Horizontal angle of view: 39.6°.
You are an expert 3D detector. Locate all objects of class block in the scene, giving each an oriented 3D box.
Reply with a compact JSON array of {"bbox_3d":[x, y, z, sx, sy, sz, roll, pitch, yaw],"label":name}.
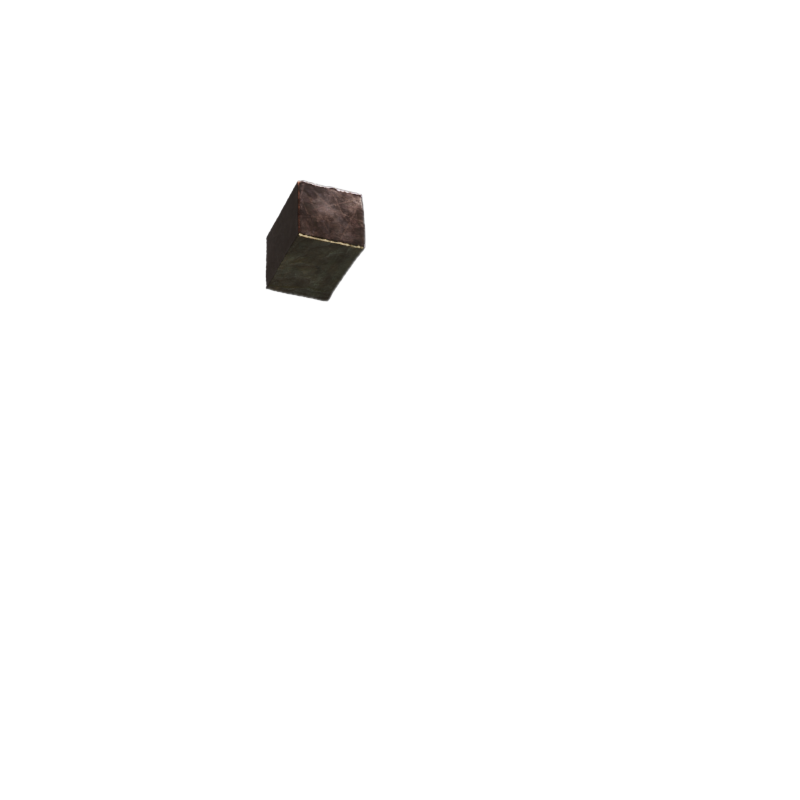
[{"bbox_3d":[-0.065,-0.118,0.825,0.051,0.055,0.075,12,-34,-21],"label":"block"}]
